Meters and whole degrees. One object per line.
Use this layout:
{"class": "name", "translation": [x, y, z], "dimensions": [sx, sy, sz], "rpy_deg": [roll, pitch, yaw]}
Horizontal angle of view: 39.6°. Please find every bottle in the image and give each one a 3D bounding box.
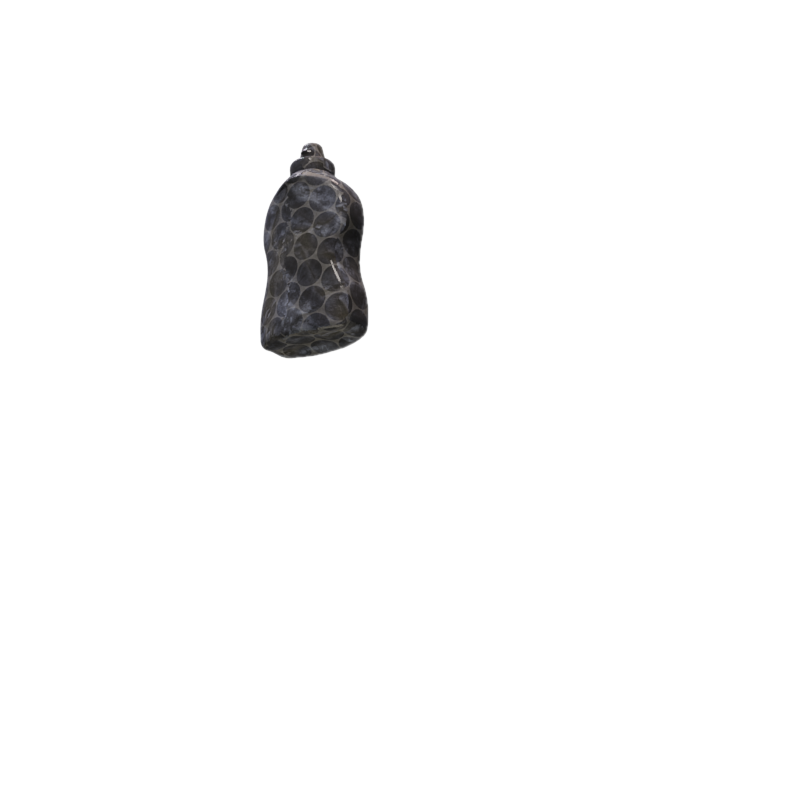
{"class": "bottle", "translation": [-0.076, -0.138, 0.968], "dimensions": [0.097, 0.203, 0.054], "rpy_deg": [-19, -30, 33]}
